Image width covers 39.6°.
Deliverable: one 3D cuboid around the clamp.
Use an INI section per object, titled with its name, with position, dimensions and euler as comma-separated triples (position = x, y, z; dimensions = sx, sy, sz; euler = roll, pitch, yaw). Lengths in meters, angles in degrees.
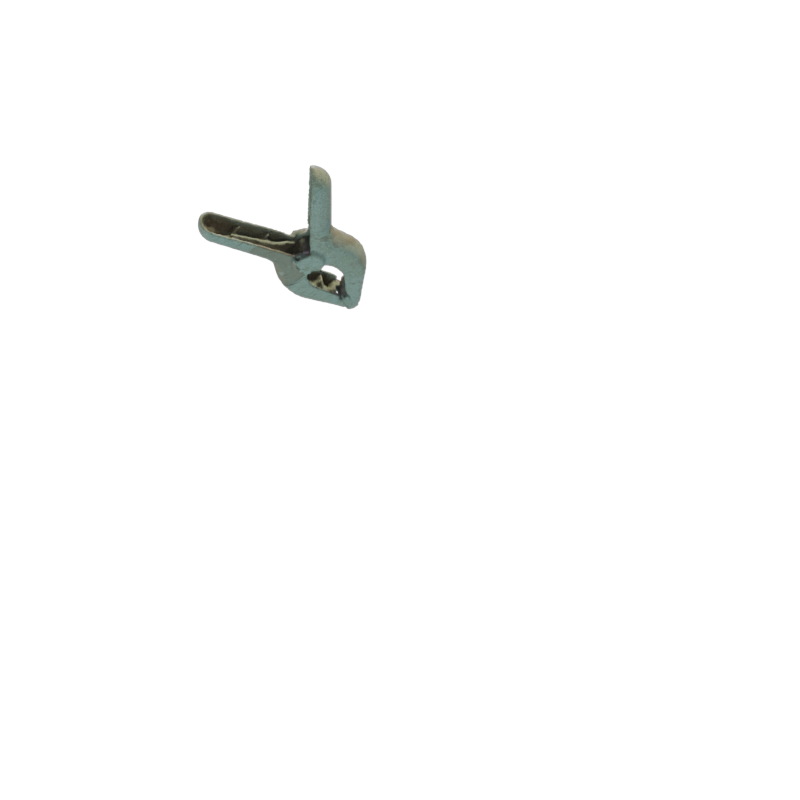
[clamp]
position = -0.073, -0.134, 0.938
dimensions = 0.121, 0.042, 0.160
euler = -20, -34, 32
